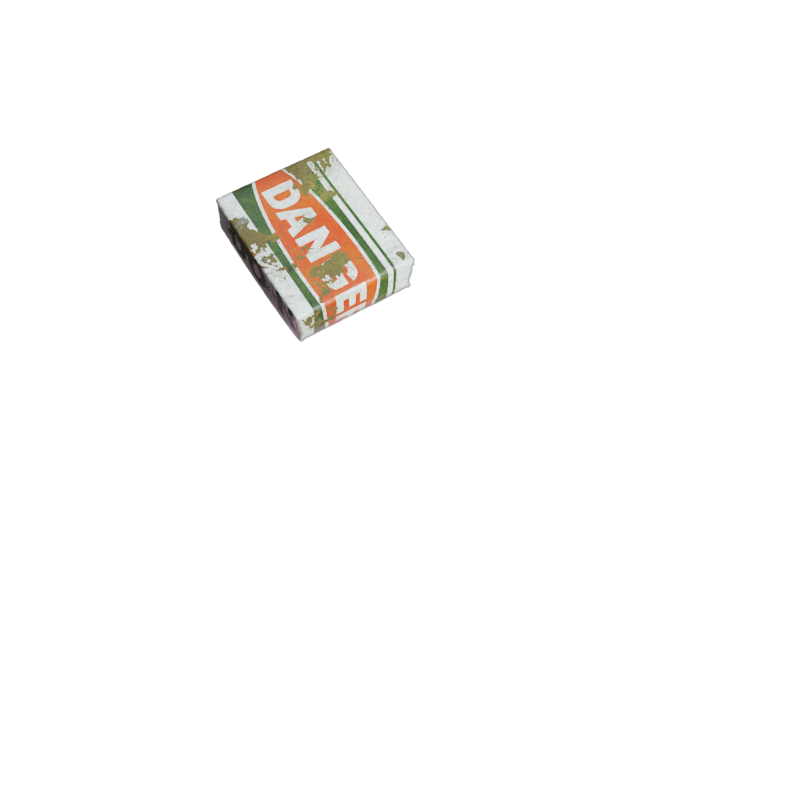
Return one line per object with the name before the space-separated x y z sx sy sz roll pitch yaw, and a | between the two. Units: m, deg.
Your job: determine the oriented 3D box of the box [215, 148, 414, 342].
box | -0.058 -0.106 0.742 0.090 0.121 0.036 -28 -26 -16
